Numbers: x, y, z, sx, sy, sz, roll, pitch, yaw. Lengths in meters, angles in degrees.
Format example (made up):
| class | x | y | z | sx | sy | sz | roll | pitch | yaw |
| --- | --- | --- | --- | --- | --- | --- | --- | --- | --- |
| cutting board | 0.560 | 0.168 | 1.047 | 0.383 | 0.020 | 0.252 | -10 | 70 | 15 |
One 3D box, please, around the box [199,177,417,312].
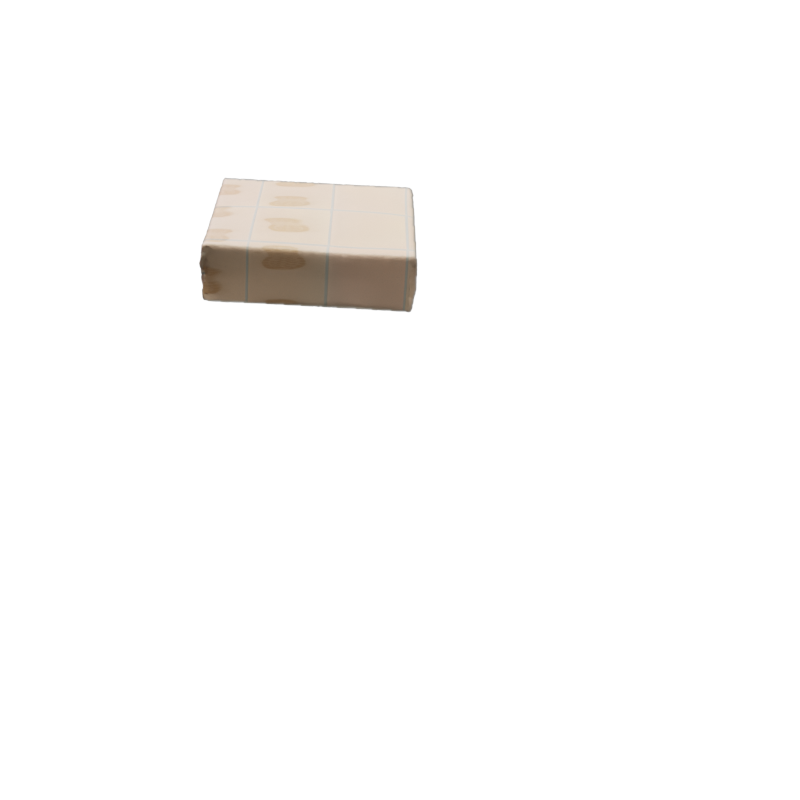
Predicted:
| class | x | y | z | sx | sy | sz | roll | pitch | yaw |
| --- | --- | --- | --- | --- | --- | --- | --- | --- | --- |
| box | -0.048 | -0.087 | 0.608 | 0.114 | 0.037 | 0.095 | 1 | 31 | 1 |
